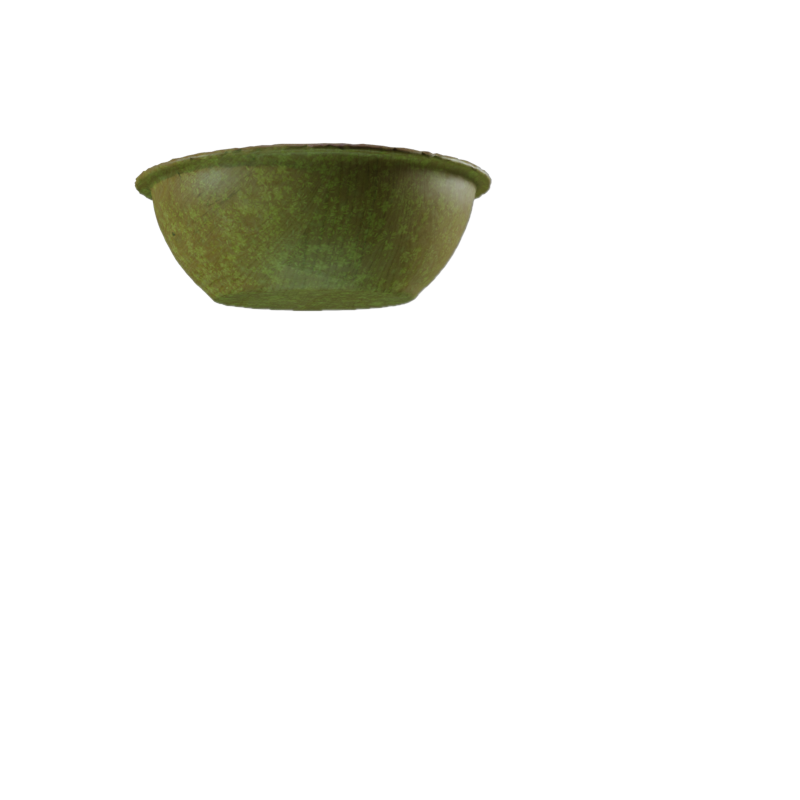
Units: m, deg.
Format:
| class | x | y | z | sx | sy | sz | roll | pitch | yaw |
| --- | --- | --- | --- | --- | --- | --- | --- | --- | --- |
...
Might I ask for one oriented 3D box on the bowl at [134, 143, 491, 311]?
| class | x | y | z | sx | sy | sz | roll | pitch | yaw |
| --- | --- | --- | --- | --- | --- | --- | --- | --- | --- |
| bowl | -0.039 | -0.072 | 0.504 | 0.162 | 0.056 | 0.160 | 0 | -2 | -2 |
